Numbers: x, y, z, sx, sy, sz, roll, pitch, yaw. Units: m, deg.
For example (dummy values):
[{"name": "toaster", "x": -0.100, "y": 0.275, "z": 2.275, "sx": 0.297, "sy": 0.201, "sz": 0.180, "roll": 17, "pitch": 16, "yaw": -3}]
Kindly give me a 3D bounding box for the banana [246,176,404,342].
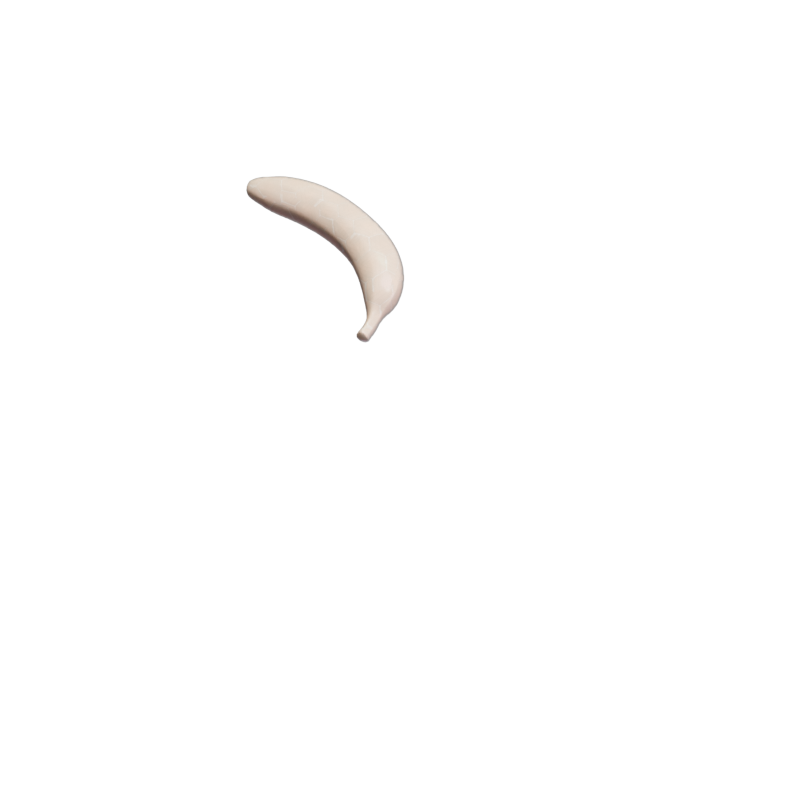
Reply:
[{"name": "banana", "x": -0.052, "y": -0.131, "z": 0.892, "sx": 0.069, "sy": 0.034, "sz": 0.214, "roll": -22, "pitch": 51, "yaw": -20}]
